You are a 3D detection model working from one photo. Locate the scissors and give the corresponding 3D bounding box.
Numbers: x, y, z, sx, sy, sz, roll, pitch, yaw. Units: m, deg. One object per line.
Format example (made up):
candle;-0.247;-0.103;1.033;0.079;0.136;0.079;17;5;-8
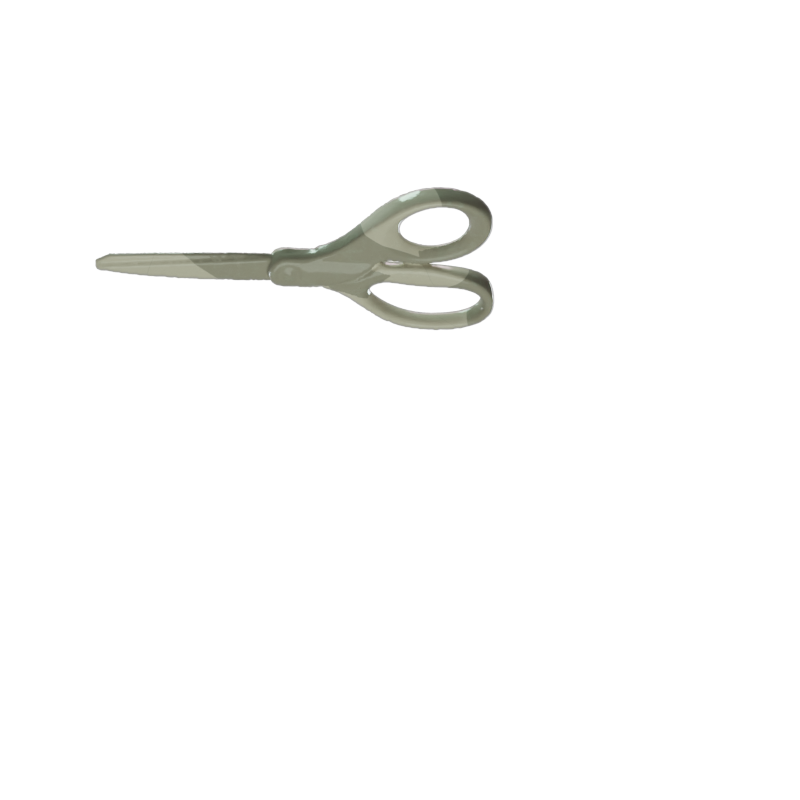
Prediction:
scissors;-0.043;-0.078;0.547;0.198;0.017;0.091;12;-47;-11
